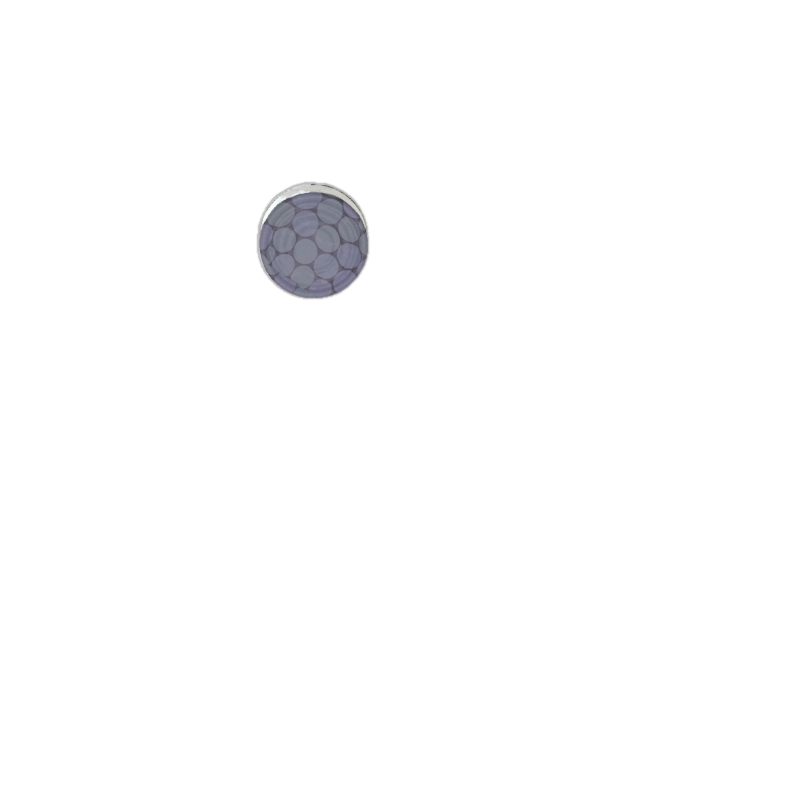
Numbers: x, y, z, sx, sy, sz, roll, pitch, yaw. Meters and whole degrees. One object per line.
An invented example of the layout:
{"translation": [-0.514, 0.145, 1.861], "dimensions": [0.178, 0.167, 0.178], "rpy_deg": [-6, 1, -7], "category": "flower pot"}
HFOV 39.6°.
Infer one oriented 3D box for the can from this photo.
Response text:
{"translation": [-0.067, -0.122, 0.855], "dimensions": [0.086, 0.083, 0.035], "rpy_deg": [0, 16, -1], "category": "can"}
